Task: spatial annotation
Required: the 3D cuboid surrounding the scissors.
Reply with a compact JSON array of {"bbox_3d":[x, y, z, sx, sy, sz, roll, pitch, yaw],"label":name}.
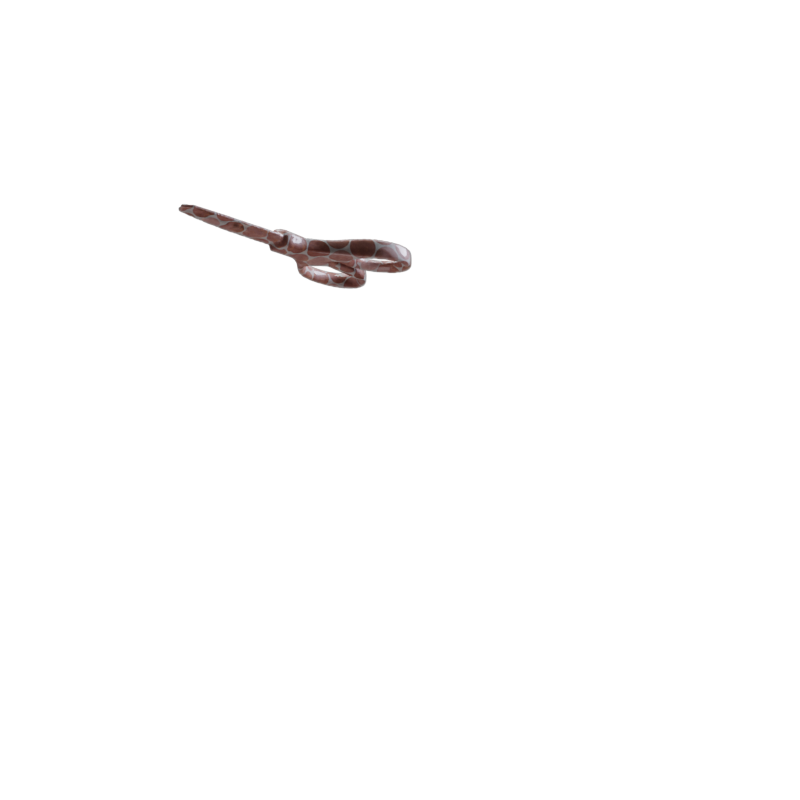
[{"bbox_3d":[-0.061,-0.111,0.777,0.098,0.016,0.190,-5,-12,23],"label":"scissors"}]
